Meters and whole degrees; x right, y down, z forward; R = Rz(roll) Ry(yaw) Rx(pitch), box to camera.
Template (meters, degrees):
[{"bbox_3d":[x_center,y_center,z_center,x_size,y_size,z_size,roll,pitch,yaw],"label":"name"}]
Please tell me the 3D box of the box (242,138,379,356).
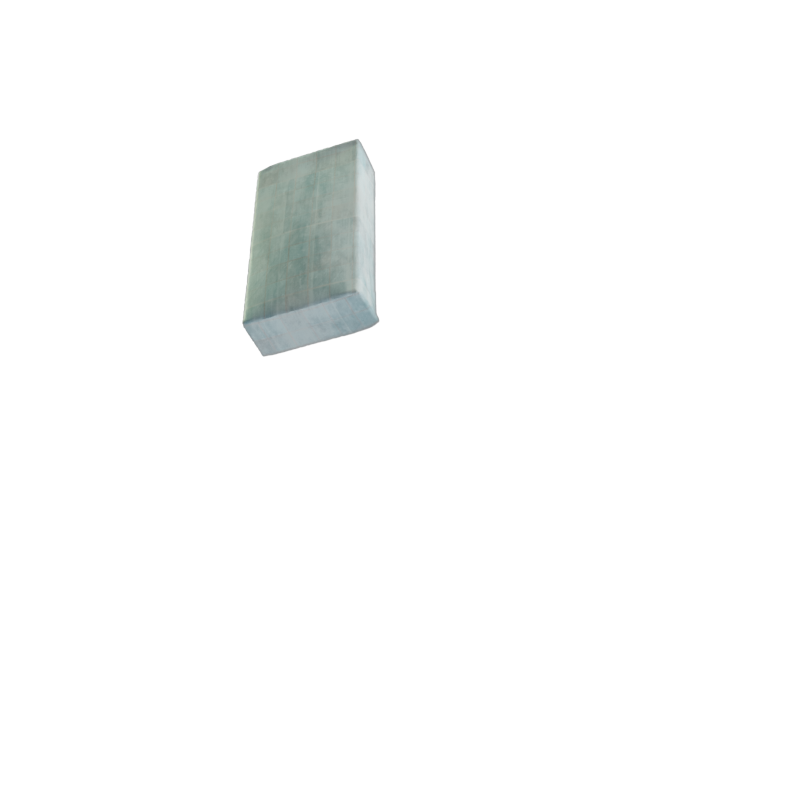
[{"bbox_3d":[-0.067,-0.121,0.849,0.094,0.189,0.044,-16,-43,14],"label":"box"}]
